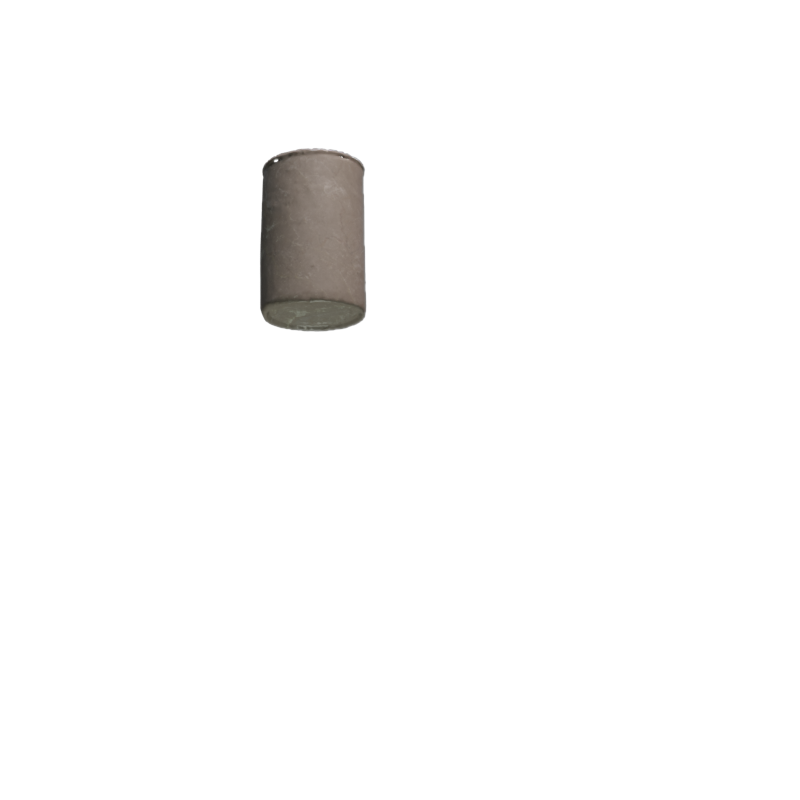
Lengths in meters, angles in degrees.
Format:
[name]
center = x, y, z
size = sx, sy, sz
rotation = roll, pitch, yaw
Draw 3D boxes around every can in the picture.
[can]
center = -0.056, -0.102, 0.715
size = 0.068, 0.107, 0.066
rotation = 0, -18, -2
